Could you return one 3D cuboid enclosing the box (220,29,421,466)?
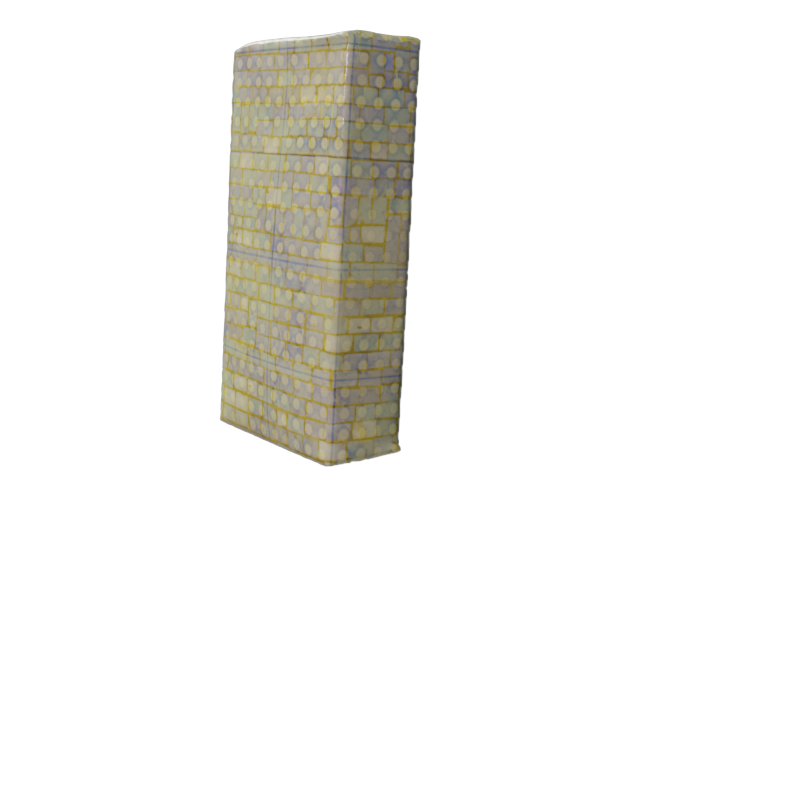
[{"bbox_3d":[-0.038,-0.069,0.486,0.046,0.174,0.098,-4,8,-37],"label":"box"}]
